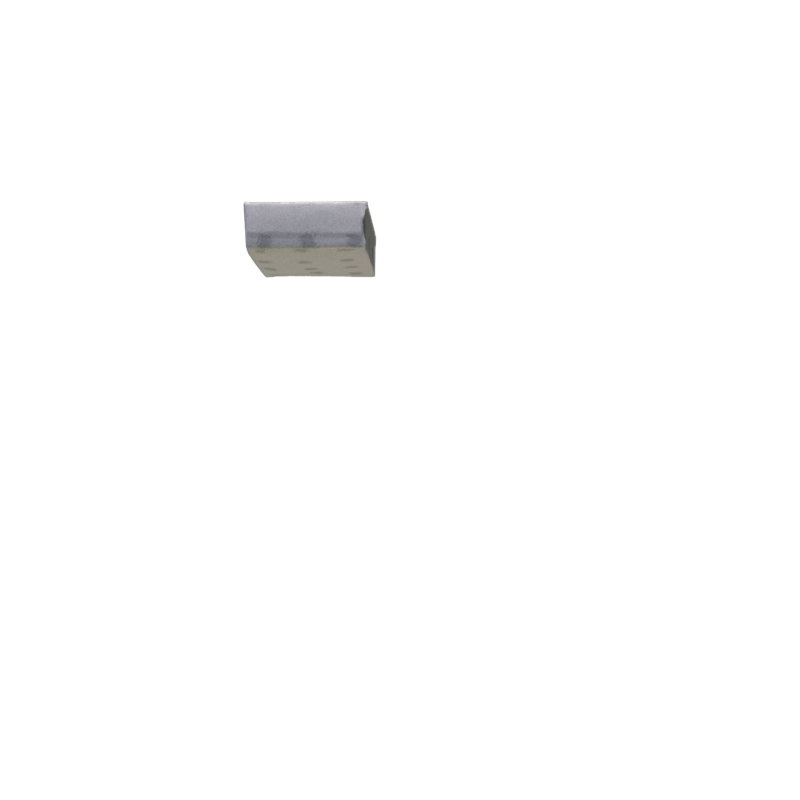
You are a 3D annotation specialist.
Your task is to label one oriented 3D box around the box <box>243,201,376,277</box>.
[{"bbox_3d":[-0.065,-0.119,0.831,0.090,0.040,0.111,0,-4,3],"label":"box"}]
